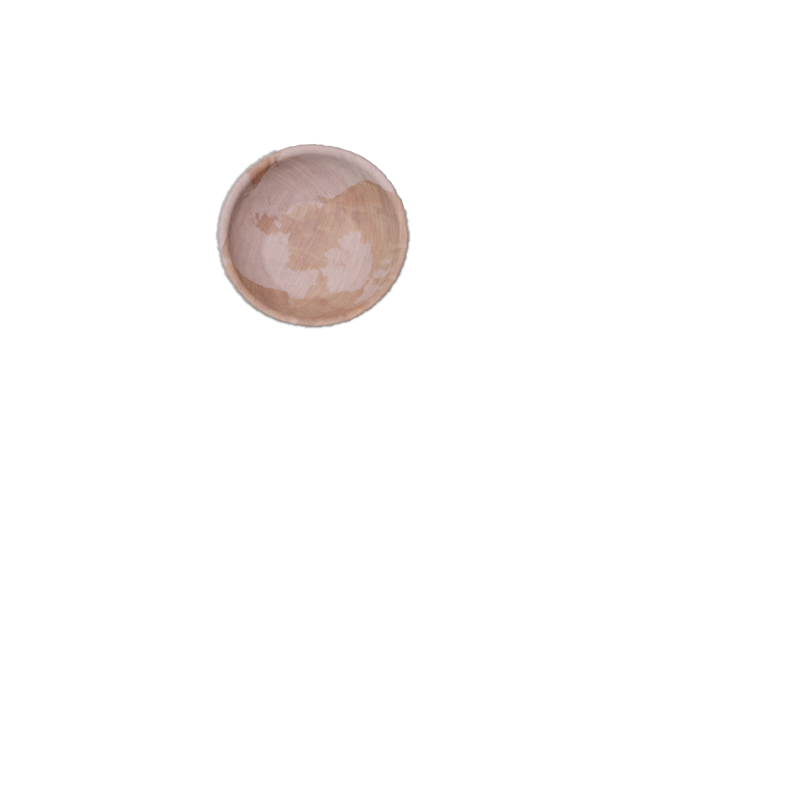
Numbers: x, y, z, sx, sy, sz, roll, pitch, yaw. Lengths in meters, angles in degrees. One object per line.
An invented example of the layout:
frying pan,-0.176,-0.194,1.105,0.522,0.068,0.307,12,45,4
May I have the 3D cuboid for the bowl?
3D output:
bowl,-0.075,-0.137,0.960,0.162,0.168,0.053,0,-15,-1
